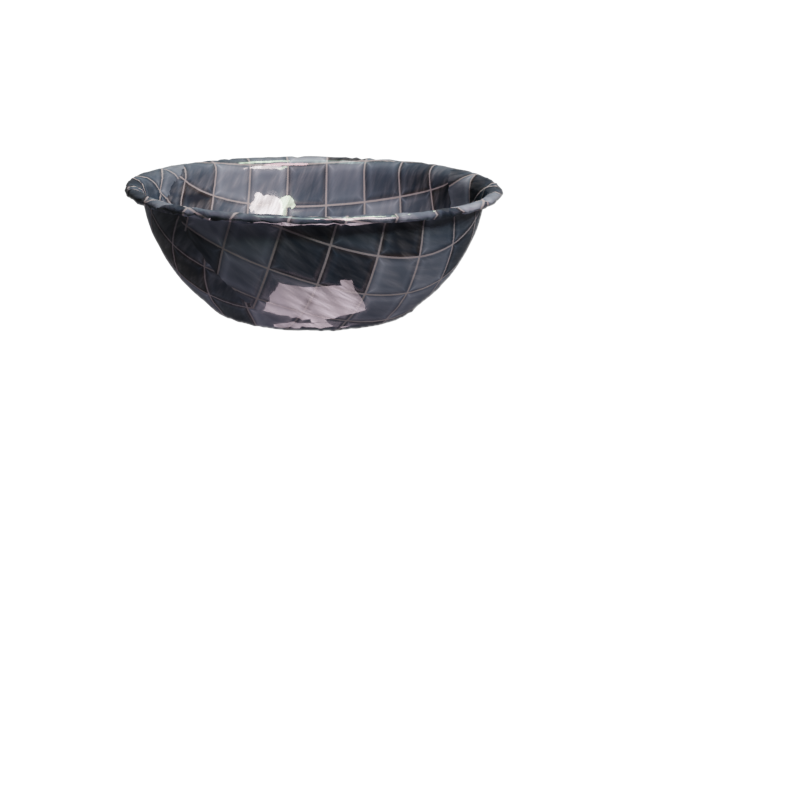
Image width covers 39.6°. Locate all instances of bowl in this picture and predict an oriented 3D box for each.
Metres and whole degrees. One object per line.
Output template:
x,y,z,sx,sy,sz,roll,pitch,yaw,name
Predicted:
-0.038,-0.069,0.485,0.162,0.053,0.168,-1,19,-2,bowl
